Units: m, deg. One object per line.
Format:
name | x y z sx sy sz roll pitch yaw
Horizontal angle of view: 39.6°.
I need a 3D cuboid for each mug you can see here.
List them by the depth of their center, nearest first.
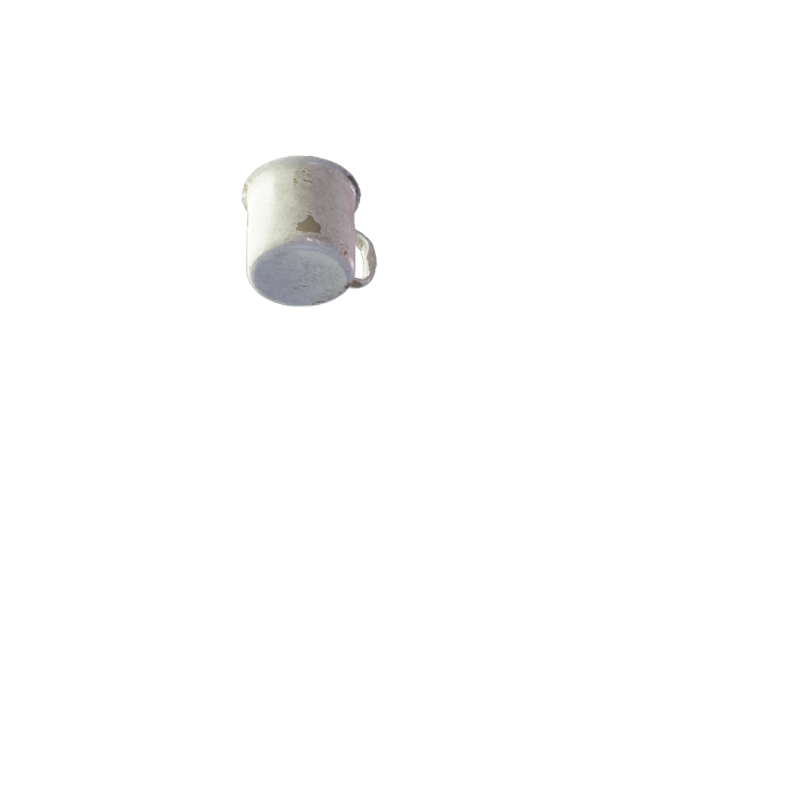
mug | -0.066 -0.121 0.847 0.110 0.087 0.092 25 -42 -33
